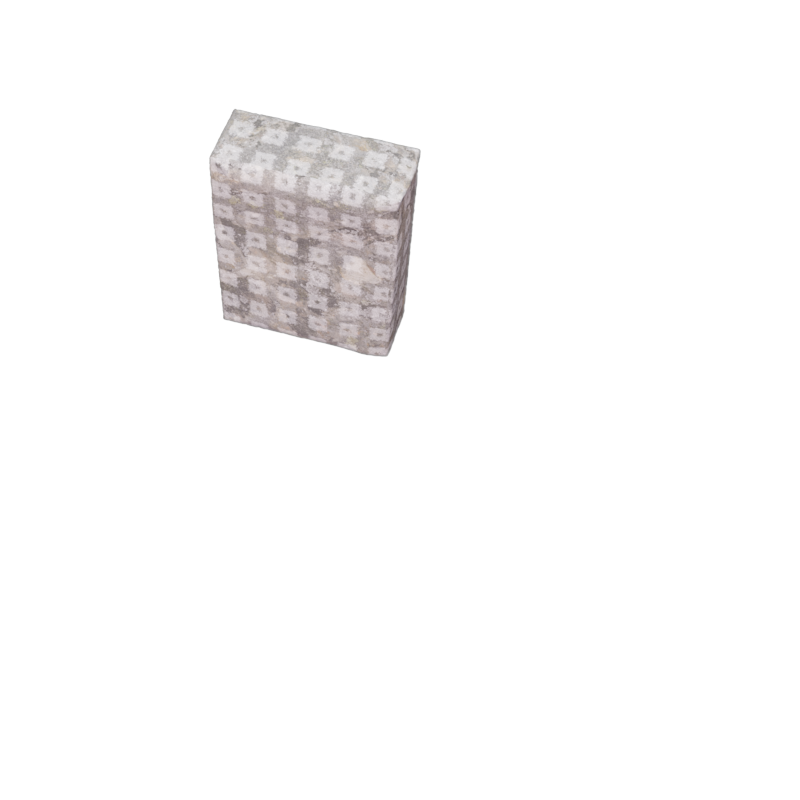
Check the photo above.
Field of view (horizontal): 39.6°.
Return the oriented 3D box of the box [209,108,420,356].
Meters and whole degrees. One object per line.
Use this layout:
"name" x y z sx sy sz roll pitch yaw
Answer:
"box" -0.076 -0.138 0.968 0.167 0.075 0.199 15 -36 9
